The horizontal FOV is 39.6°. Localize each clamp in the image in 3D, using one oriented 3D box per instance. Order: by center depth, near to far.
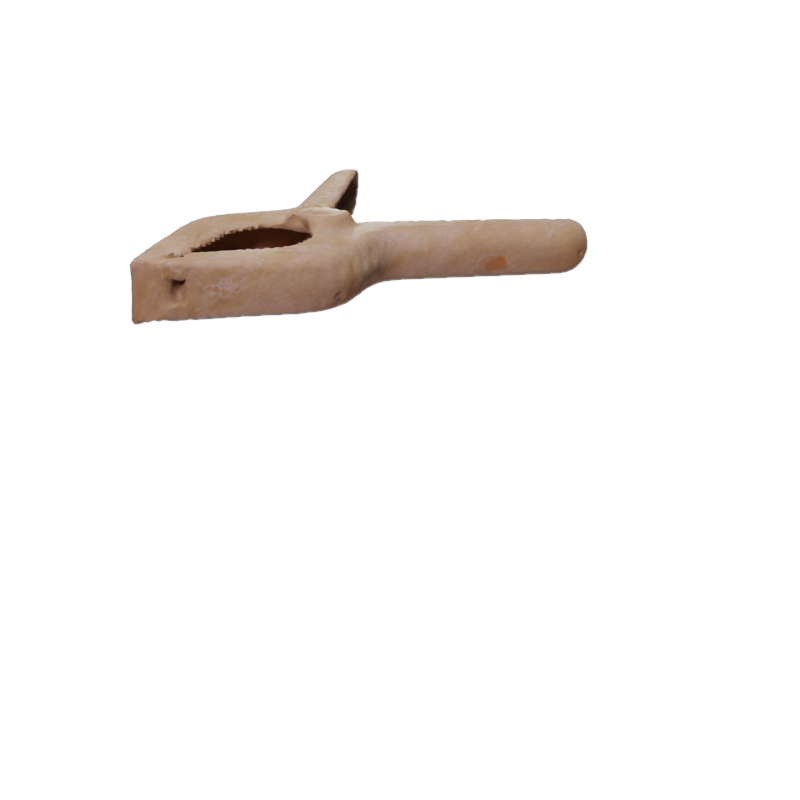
[{"bbox_3d":[-0.041,-0.075,0.522,0.206,0.035,0.175,-17,27,-35],"label":"clamp"}]
